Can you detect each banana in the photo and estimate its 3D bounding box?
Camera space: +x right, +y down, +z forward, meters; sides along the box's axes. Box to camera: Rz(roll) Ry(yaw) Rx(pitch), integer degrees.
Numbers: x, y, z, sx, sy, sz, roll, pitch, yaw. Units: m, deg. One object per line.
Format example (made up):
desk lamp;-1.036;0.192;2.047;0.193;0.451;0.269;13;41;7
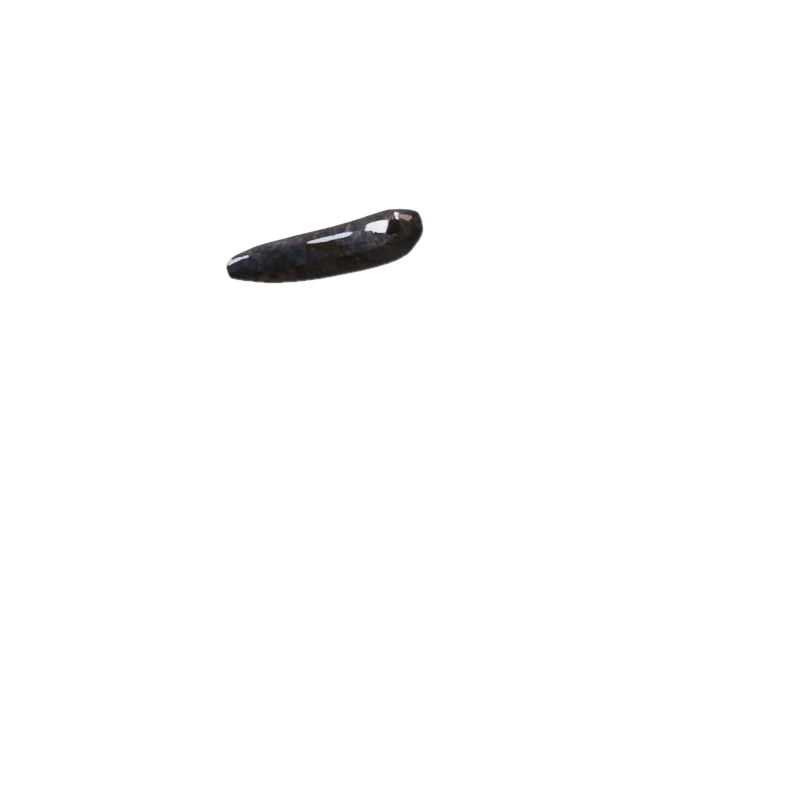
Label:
banana;-0.048;-0.115;0.821;0.066;0.038;0.202;8;-11;-42
